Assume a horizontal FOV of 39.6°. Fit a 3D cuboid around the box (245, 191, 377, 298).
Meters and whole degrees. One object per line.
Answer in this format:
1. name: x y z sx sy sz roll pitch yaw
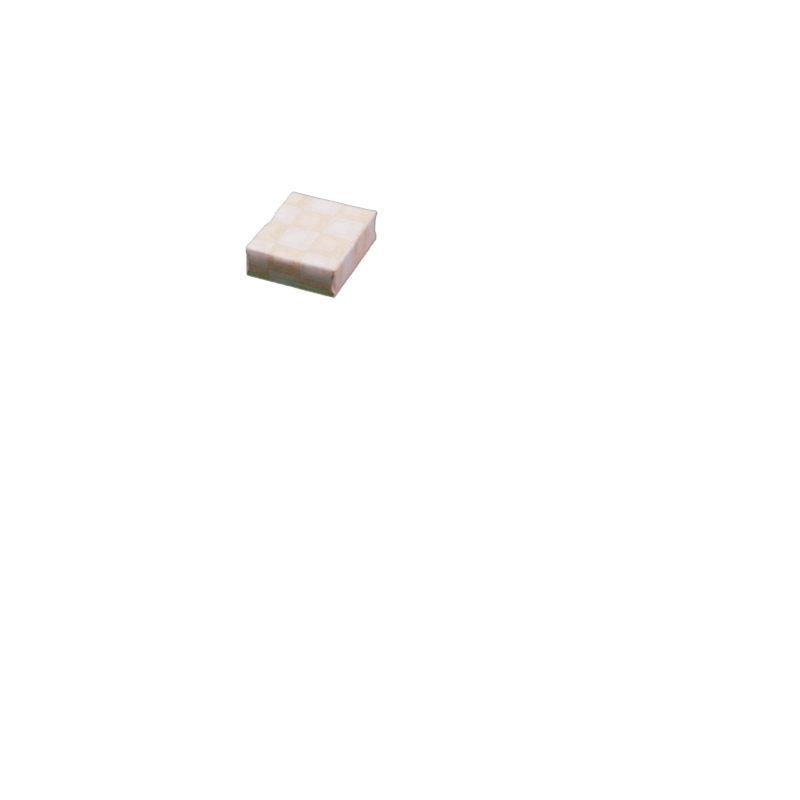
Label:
1. box: -0.066 -0.121 0.844 0.075 0.028 0.093 14 42 16
